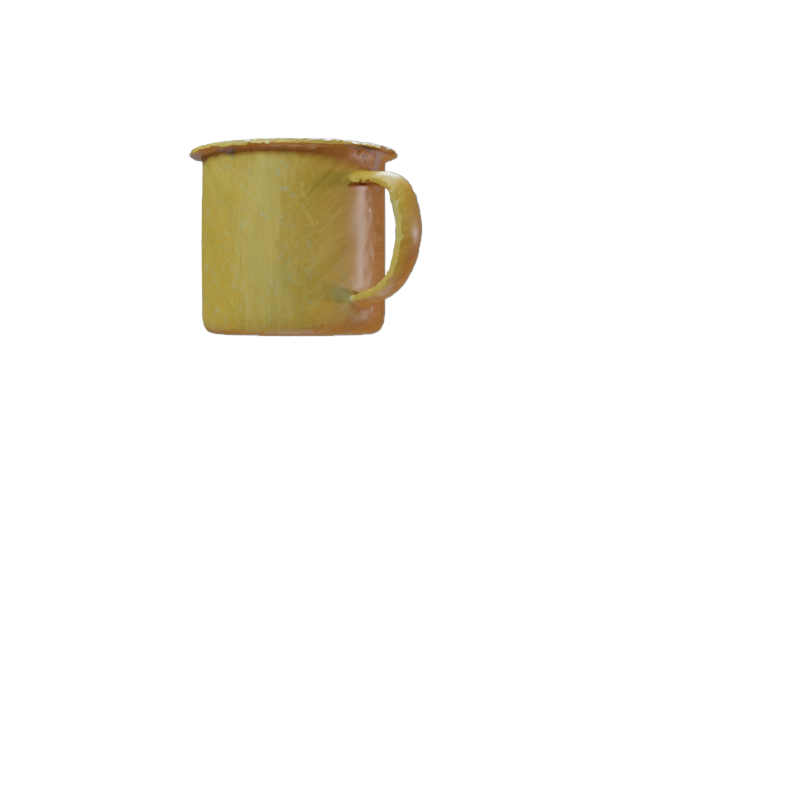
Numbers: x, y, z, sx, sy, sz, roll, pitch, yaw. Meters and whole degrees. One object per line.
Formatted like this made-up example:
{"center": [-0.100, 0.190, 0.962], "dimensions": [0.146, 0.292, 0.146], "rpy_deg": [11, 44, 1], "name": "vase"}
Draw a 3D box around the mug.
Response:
{"center": [-0.038, -0.070, 0.487], "dimensions": [0.122, 0.082, 0.090], "rpy_deg": [2, 2, 40], "name": "mug"}
